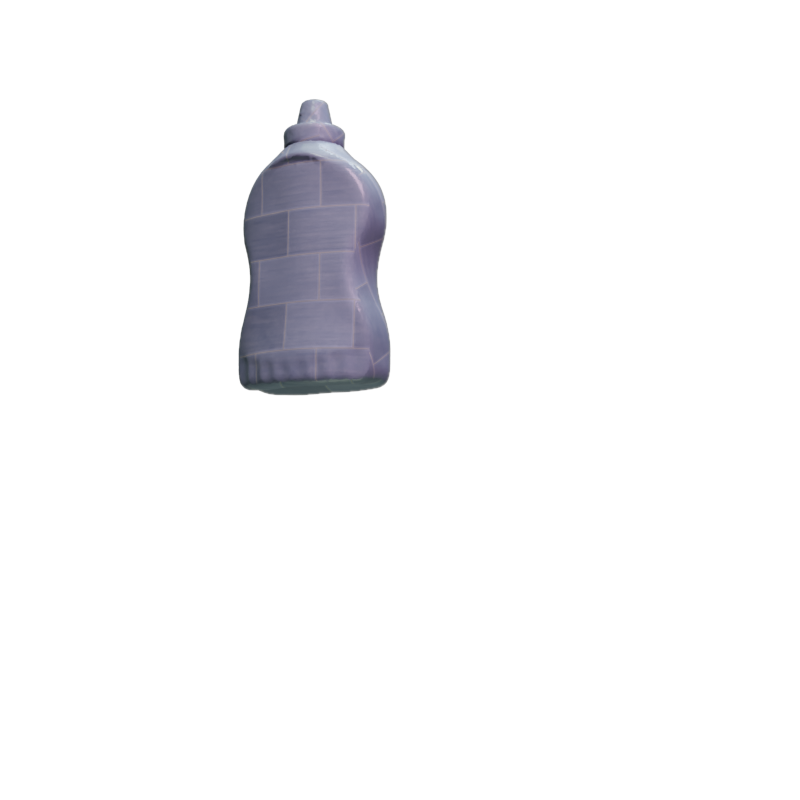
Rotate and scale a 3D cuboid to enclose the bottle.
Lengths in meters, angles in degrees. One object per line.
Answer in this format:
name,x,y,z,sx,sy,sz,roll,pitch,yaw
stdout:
bottle,-0.056,-0.102,0.717,0.098,0.198,0.055,-8,-15,28
